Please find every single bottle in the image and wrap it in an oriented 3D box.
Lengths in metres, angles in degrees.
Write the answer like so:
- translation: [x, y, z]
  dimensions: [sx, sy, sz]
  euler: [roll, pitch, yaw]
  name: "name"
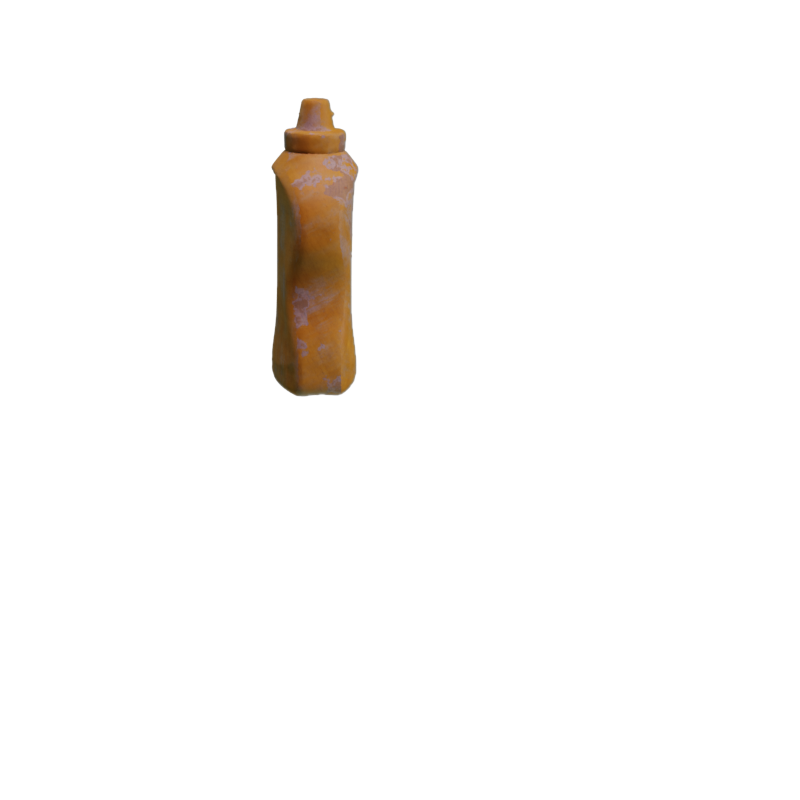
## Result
- translation: [-0.058, -0.107, 0.747]
  dimensions: [0.058, 0.186, 0.100]
  euler: [-1, 15, -7]
  name: "bottle"
